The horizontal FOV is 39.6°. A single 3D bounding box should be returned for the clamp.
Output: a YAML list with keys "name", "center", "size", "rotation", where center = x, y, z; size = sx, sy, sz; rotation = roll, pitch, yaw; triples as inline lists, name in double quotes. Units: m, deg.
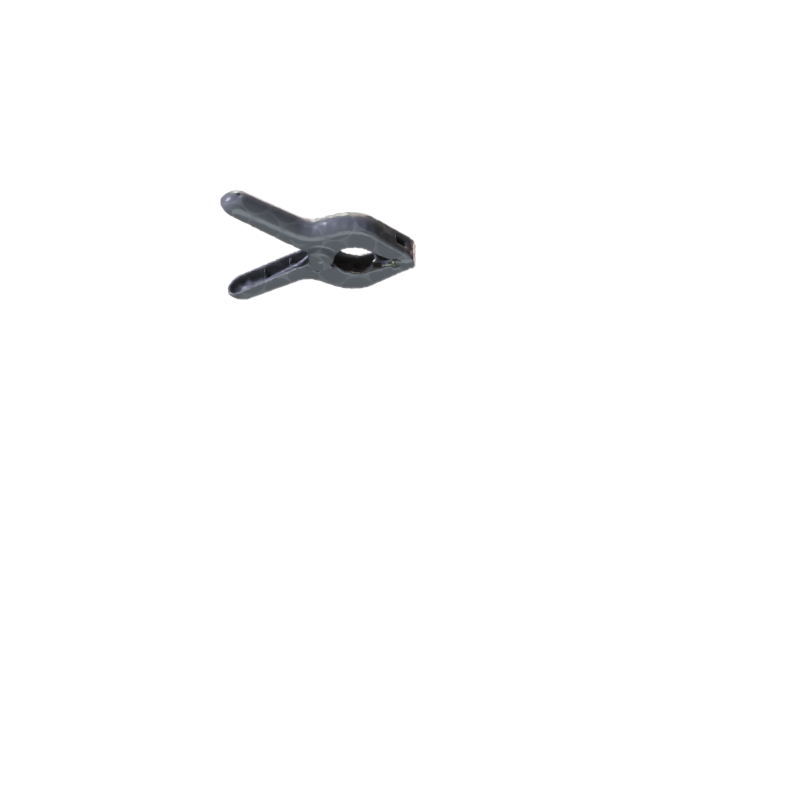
- name: "clamp"
  center: [-0.074, -0.135, 0.948]
  size: [0.173, 0.042, 0.111]
  rotation: [-5, -36, 6]
